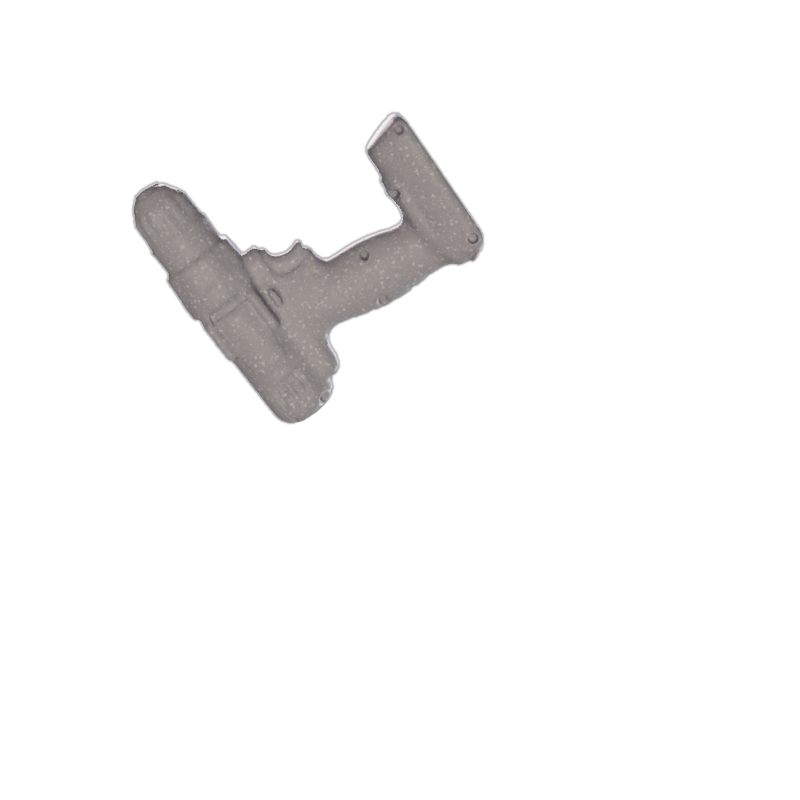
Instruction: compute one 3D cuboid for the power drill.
[{"bbox_3d":[-0.056,-0.103,0.721,0.187,0.180,0.059,-35,10,7],"label":"power drill"}]
